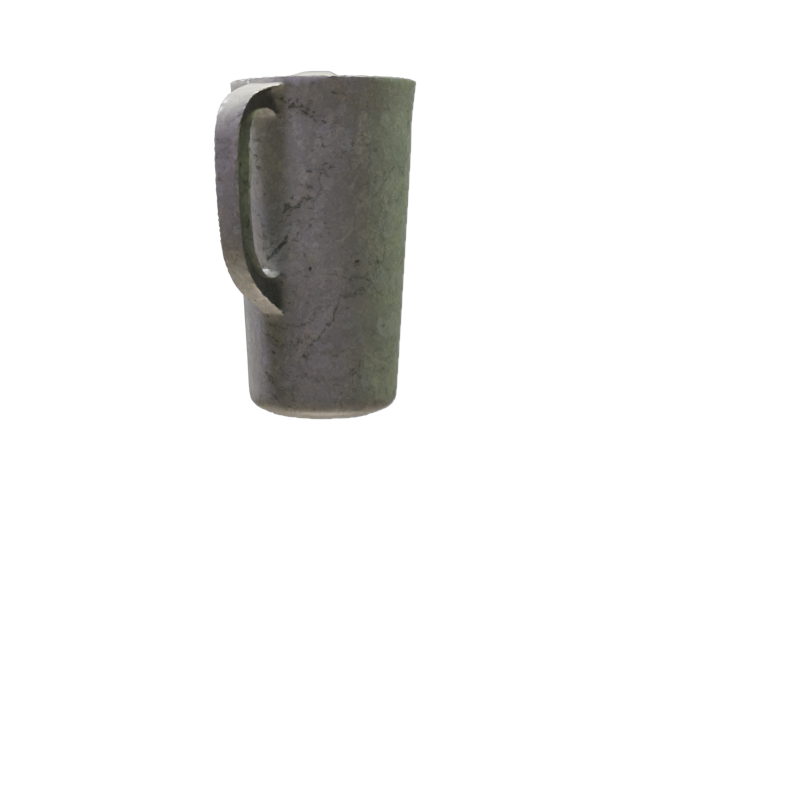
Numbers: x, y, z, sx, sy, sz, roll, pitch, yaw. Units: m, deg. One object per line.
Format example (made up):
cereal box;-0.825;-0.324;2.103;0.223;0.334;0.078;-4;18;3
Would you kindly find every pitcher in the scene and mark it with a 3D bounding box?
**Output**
pitcher;-0.062;-0.114;0.796;0.147;0.241;0.149;-1;5;-11
